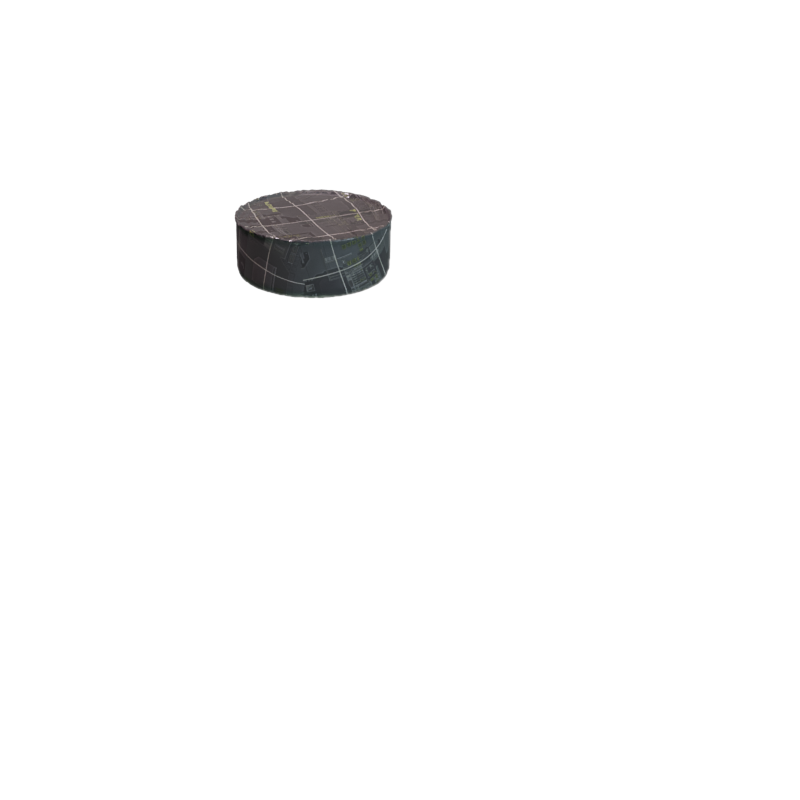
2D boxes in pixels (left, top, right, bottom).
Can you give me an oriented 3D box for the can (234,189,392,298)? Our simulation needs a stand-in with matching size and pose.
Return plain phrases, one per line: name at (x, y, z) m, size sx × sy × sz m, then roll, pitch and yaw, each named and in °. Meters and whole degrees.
can at (-0.048, -0.087, 0.609) m, size 0.086 × 0.032 × 0.091 m, roll -1°, pitch 26°, yaw -2°
